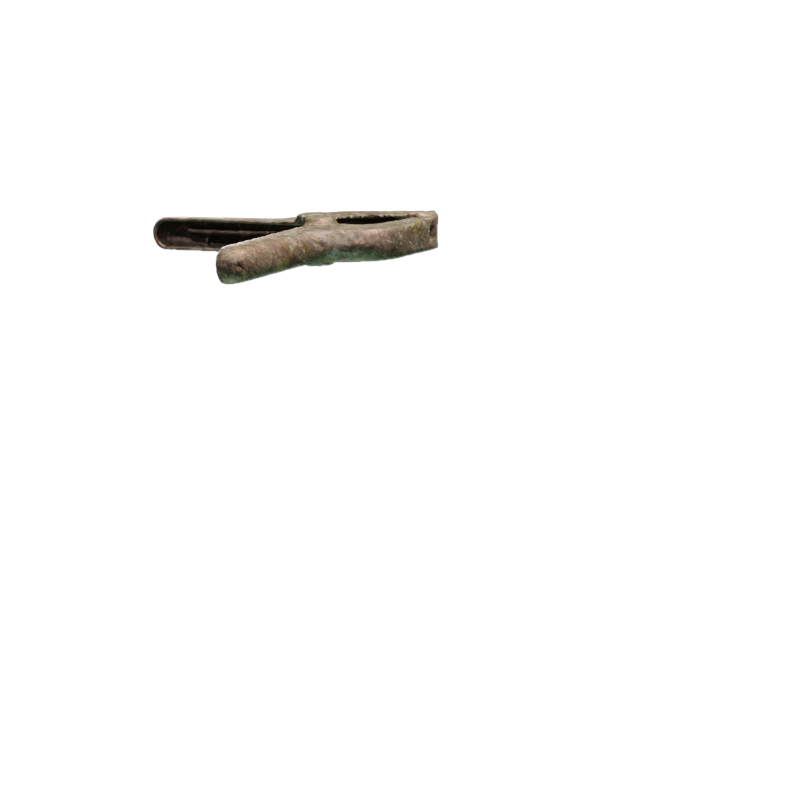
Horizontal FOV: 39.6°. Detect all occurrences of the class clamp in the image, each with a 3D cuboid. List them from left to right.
[{"bbox_3d":[-0.063,-0.114,0.800,0.206,0.035,0.173,-6,19,-17],"label":"clamp"}]
